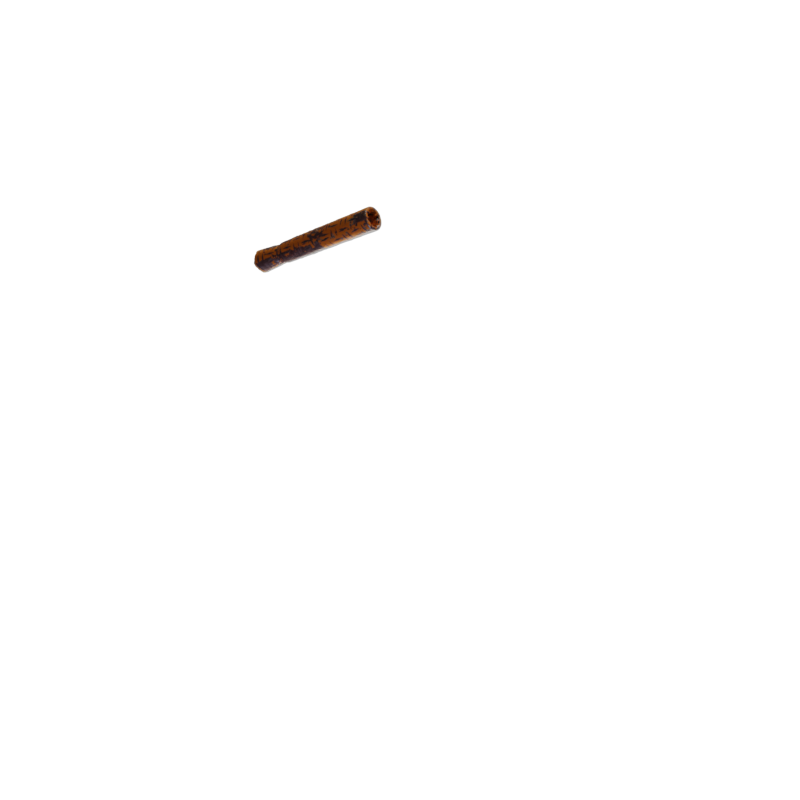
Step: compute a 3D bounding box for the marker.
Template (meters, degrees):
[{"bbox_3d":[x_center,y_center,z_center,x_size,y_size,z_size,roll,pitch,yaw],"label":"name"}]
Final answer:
[{"bbox_3d":[-0.067,-0.121,0.850,0.123,0.020,0.019,-14,-6,37],"label":"marker"}]
